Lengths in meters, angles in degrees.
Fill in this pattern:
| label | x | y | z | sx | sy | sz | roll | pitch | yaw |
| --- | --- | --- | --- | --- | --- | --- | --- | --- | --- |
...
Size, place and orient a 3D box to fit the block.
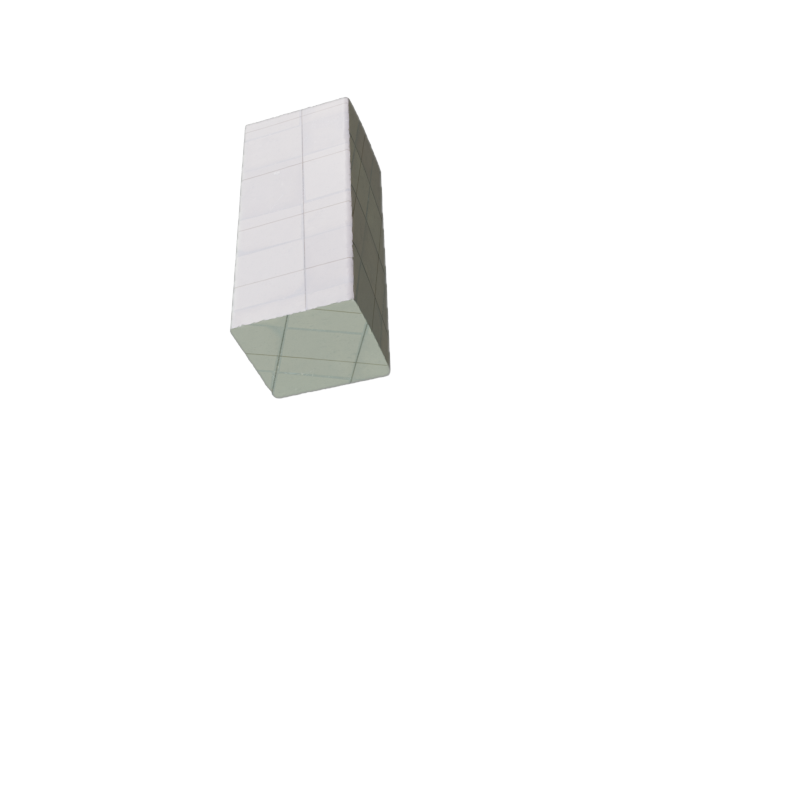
| label | x | y | z | sx | sy | sz | roll | pitch | yaw |
| --- | --- | --- | --- | --- | --- | --- | --- | --- | --- |
| block | -0.064 | -0.118 | 0.826 | 0.091 | 0.221 | 0.083 | -13 | -40 | 12 |
